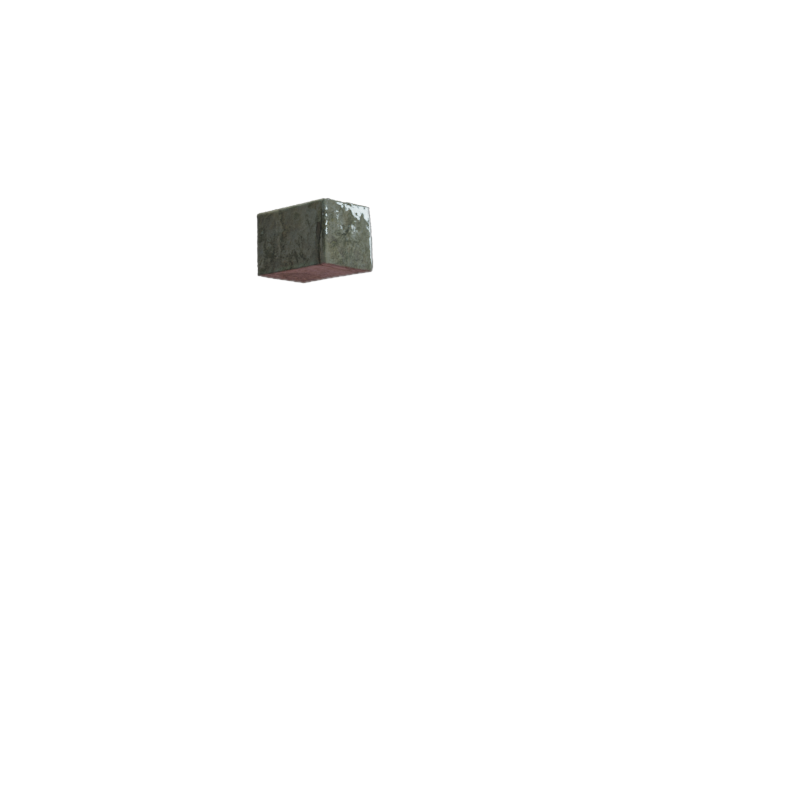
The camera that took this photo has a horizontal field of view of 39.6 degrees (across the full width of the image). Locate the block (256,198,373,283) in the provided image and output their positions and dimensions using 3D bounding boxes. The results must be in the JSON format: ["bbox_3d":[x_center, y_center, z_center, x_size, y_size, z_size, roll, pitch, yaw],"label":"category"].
[{"bbox_3d":[-0.067,-0.122,0.853,0.080,0.052,0.050,-5,-8,42],"label":"block"}]
